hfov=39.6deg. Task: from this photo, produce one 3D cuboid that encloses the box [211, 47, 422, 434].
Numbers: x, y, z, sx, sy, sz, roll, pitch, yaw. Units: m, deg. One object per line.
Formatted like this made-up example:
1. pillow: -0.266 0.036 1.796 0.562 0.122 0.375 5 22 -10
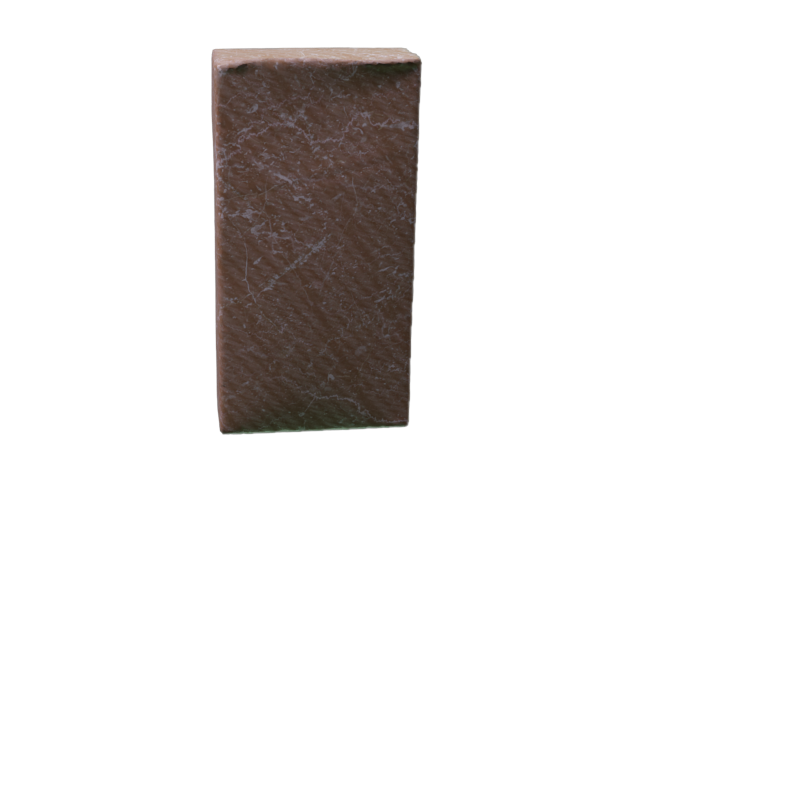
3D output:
1. box: -0.040 -0.073 0.515 0.092 0.169 0.051 -2 20 -8
